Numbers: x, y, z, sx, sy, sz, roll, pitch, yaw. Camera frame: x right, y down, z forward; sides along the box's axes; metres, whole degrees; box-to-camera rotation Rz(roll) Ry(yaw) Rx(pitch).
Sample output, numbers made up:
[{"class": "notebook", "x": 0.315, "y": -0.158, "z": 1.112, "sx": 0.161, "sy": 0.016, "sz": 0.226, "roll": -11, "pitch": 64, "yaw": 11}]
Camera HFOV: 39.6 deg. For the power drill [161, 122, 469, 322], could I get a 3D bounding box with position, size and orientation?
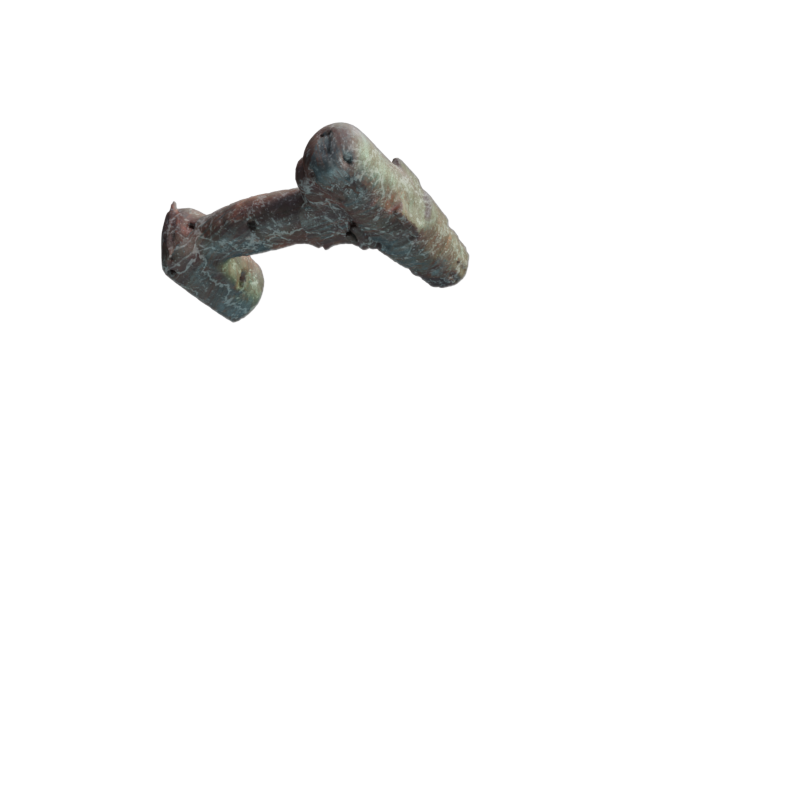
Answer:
[{"class": "power drill", "x": -0.063, "y": -0.114, "z": 0.800, "sx": 0.190, "sy": 0.061, "sz": 0.171, "roll": -17, "pitch": -35, "yaw": 26}]
